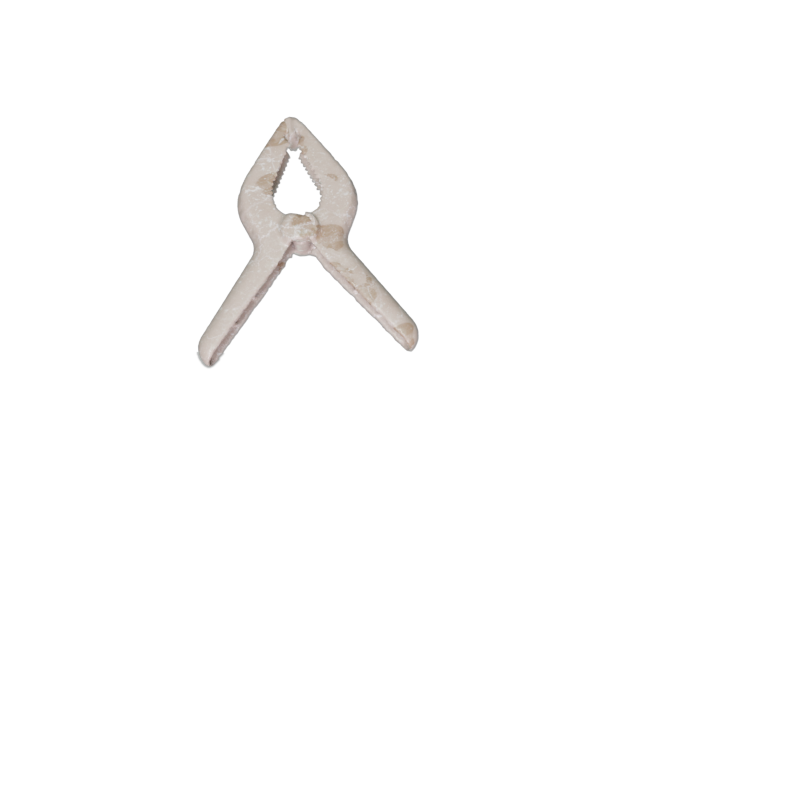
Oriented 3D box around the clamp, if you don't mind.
[{"bbox_3d":[-0.068,-0.124,0.865,0.165,0.221,0.034,1,-23,0],"label":"clamp"}]
